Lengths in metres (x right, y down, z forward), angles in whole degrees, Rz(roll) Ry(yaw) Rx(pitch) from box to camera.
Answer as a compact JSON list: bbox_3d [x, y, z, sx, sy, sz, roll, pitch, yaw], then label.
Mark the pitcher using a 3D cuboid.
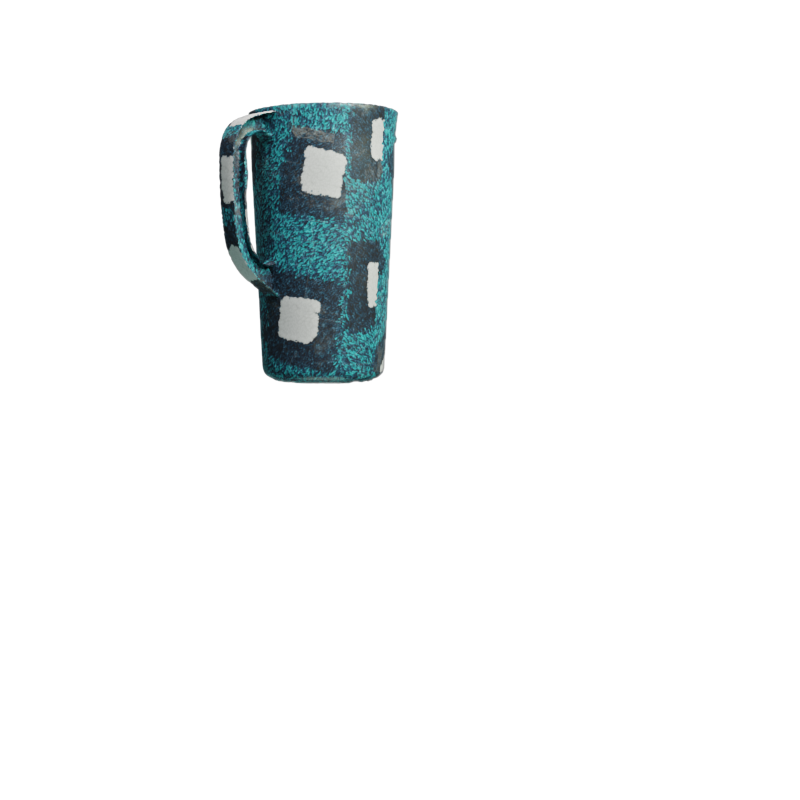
[{"bbox_3d":[-0.076,-0.139,0.976,0.150,0.244,0.144,0,0,2],"label":"pitcher"}]
